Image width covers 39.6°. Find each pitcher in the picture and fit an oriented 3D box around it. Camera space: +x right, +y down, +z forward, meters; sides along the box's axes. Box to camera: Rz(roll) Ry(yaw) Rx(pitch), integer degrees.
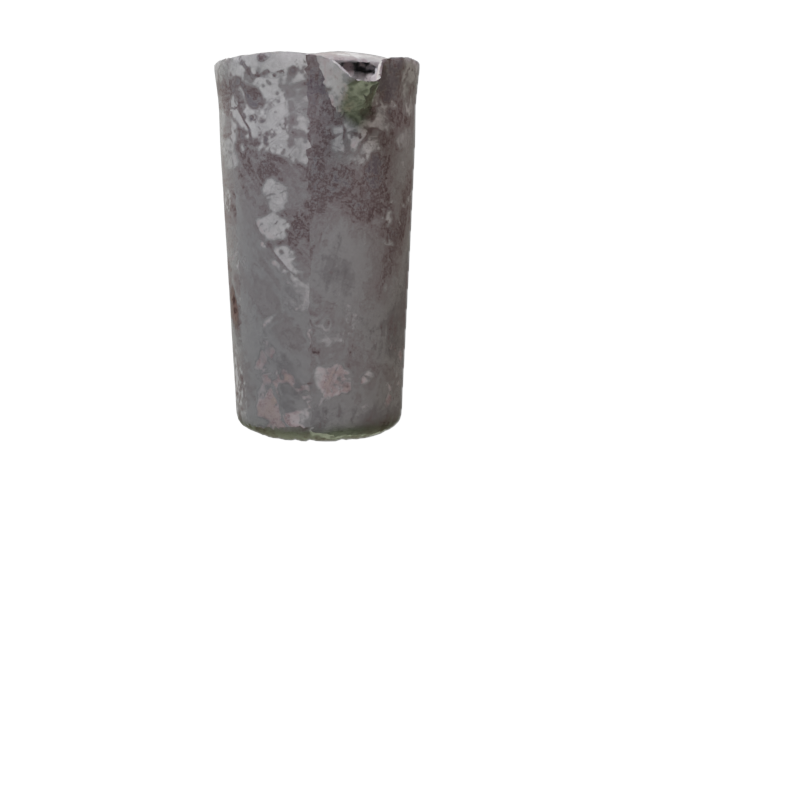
[{"bbox_3d":[-0.057,-0.104,0.731,0.149,0.242,0.146,1,4,21],"label":"pitcher"}]
